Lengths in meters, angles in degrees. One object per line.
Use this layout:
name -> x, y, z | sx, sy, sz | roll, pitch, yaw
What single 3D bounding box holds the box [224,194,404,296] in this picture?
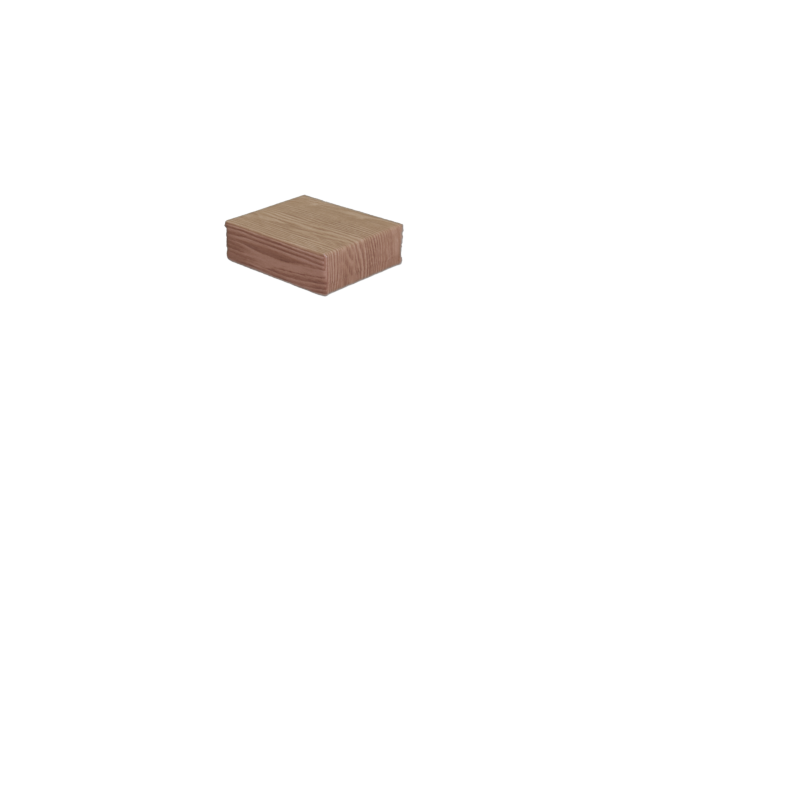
box -> -0.068, -0.124, 0.869 | 0.121, 0.037, 0.089 | 24, 37, 36
